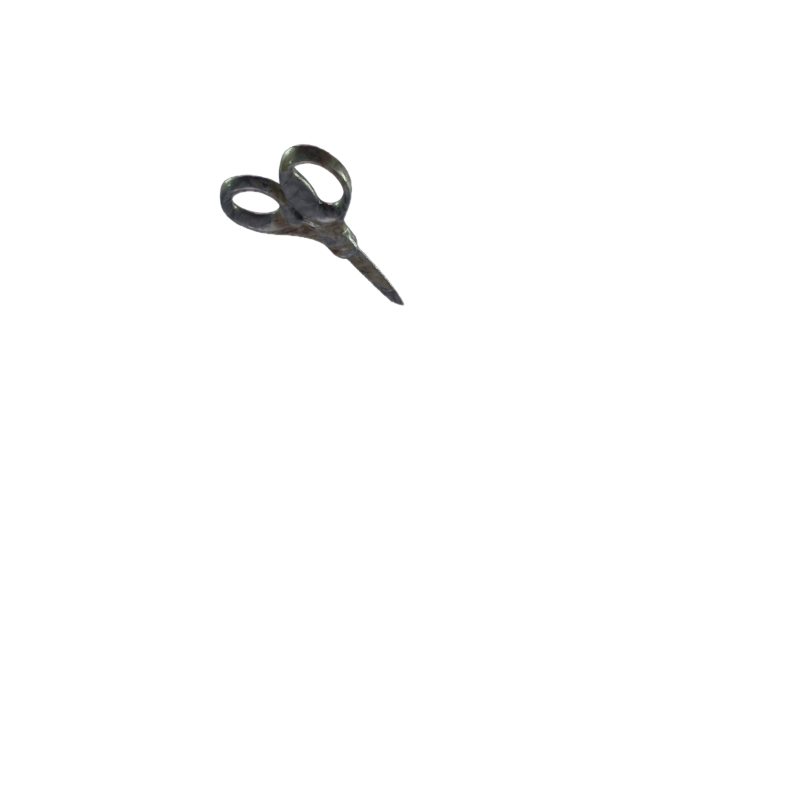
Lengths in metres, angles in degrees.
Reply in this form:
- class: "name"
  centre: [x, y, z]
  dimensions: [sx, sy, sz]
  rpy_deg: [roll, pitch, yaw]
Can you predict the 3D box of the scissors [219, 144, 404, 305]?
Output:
- class: "scissors"
  centre: [-0.060, -0.110, 0.770]
  dimensions: [0.097, 0.017, 0.187]
  rpy_deg: [-5, -28, 9]
